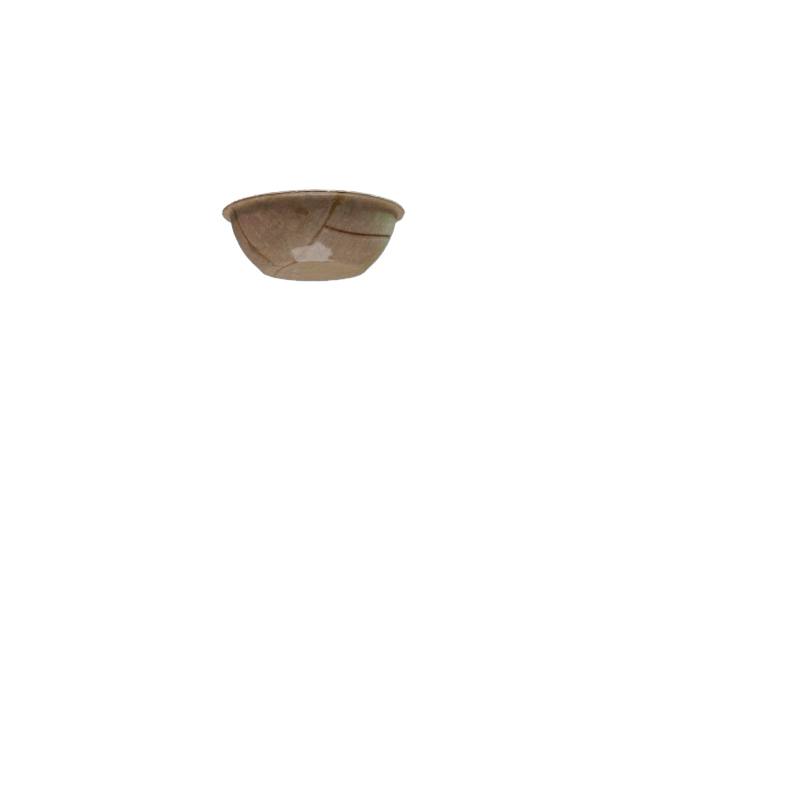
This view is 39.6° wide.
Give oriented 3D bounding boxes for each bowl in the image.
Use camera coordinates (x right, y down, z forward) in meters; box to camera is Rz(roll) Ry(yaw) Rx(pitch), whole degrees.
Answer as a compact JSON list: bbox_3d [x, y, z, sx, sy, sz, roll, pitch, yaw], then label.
[{"bbox_3d":[-0.076,-0.139,0.976,0.162,0.056,0.159,0,-6,-2],"label":"bowl"}]
